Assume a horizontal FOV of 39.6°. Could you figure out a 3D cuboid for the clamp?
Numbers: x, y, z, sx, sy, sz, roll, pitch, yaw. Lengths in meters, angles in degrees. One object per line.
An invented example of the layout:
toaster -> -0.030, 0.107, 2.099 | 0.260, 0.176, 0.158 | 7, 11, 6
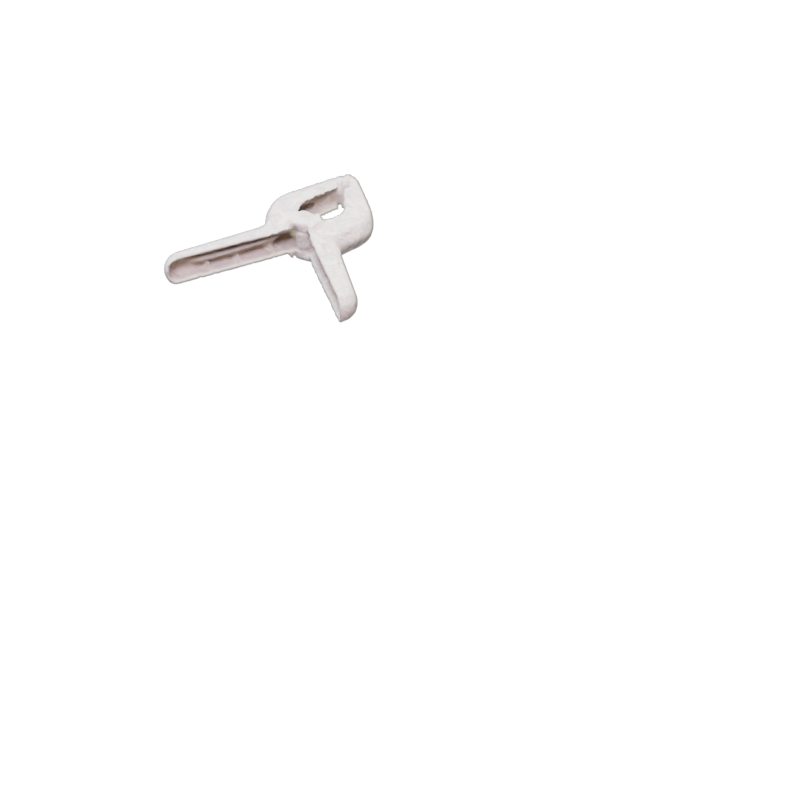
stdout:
clamp -> -0.073, -0.133, 0.930 | 0.172, 0.034, 0.214 | 18, 38, 23
